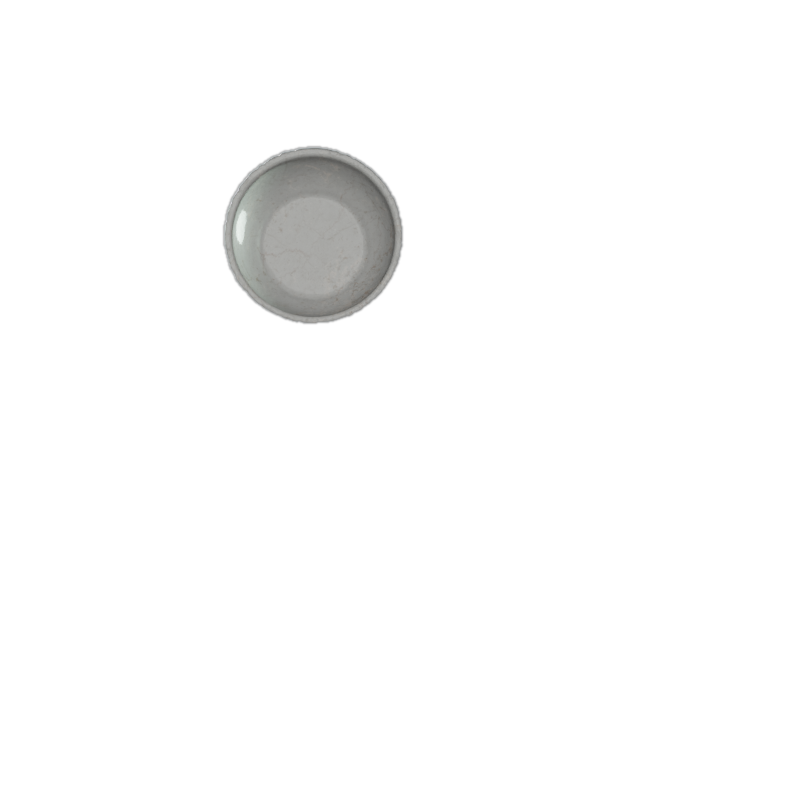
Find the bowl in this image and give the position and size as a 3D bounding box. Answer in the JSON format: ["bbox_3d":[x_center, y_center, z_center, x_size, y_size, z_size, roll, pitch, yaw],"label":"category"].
[{"bbox_3d":[-0.077,-0.140,0.979,0.162,0.158,0.057,0,11,-1],"label":"bowl"}]
